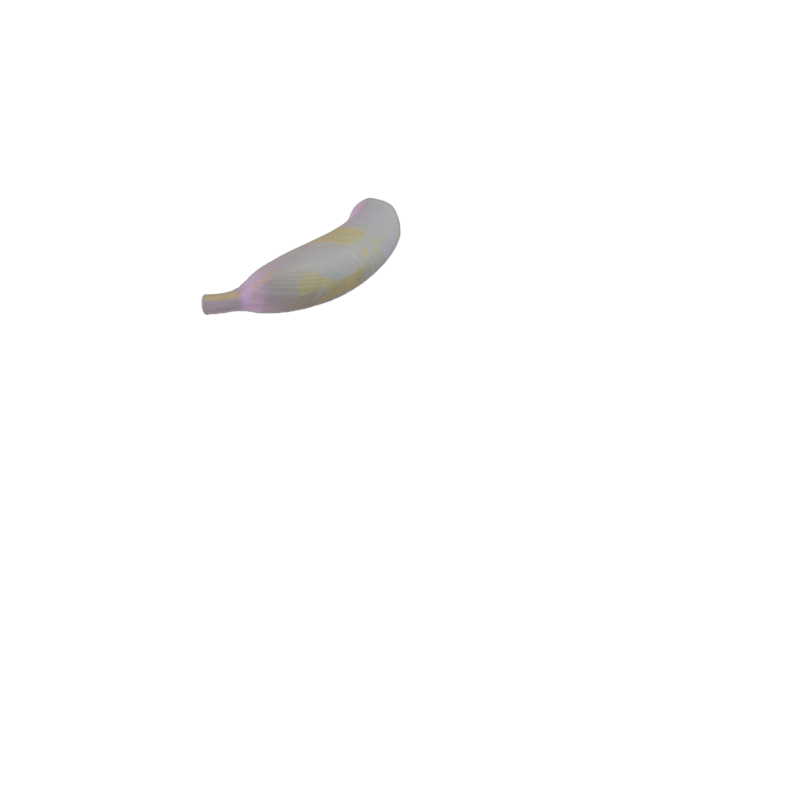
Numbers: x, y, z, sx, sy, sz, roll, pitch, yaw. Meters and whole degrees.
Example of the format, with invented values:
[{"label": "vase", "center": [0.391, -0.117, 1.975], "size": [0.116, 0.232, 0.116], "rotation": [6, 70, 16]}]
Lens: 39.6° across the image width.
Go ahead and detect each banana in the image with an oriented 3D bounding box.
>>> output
[{"label": "banana", "center": [-0.041, -0.096, 0.700], "size": [0.073, 0.035, 0.199], "rotation": [13, 29, 26]}]
